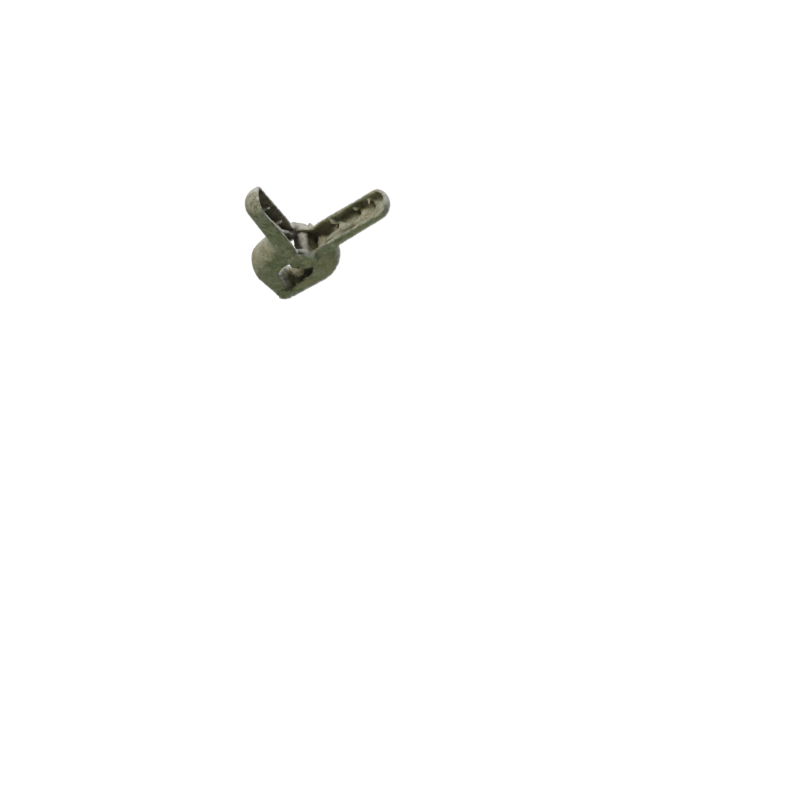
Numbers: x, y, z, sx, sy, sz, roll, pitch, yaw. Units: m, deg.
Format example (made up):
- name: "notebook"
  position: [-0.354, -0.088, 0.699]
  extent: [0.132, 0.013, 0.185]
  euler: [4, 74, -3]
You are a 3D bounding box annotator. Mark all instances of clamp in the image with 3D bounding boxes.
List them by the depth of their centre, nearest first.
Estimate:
- name: "clamp"
  position: [-0.076, -0.138, 0.965]
  extent: [0.119, 0.041, 0.164]
  euler: [2, -20, -6]
